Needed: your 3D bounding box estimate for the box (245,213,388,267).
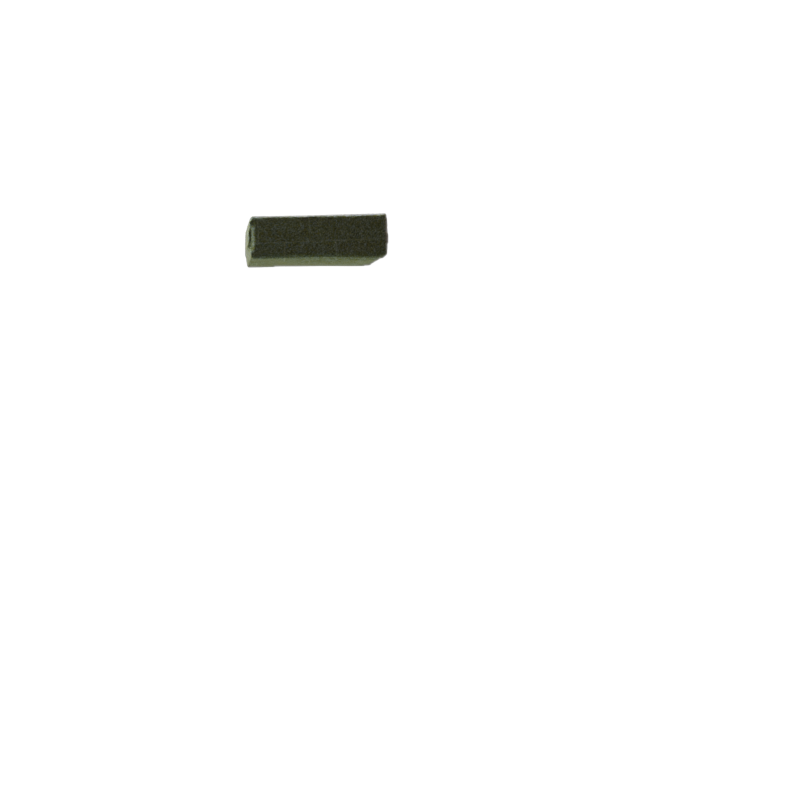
[{"bbox_3d":[-0.072,-0.132,0.924,0.112,0.039,0.090,0,2,-8],"label":"box"}]
